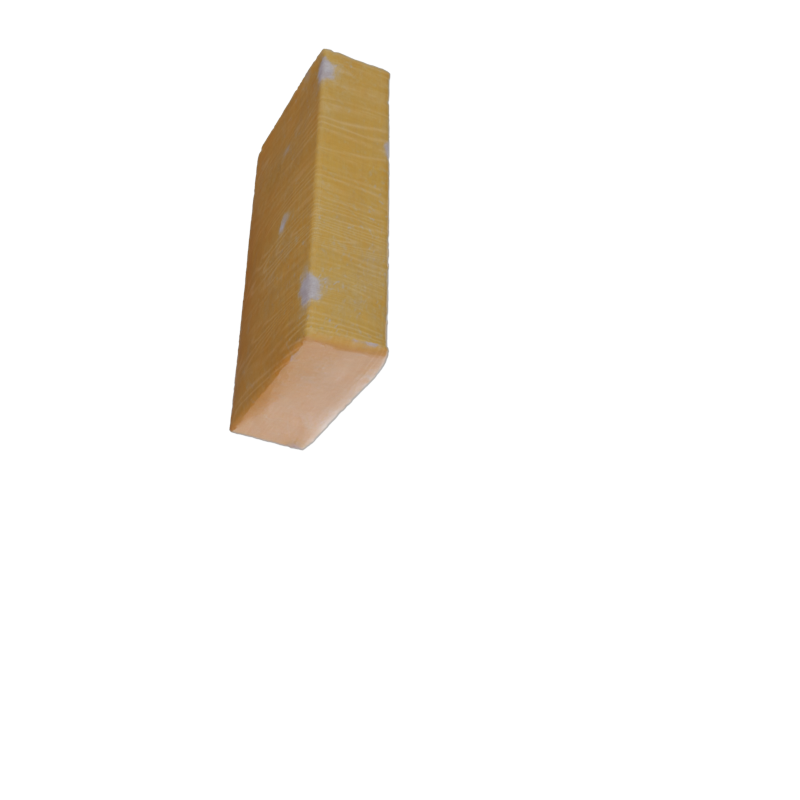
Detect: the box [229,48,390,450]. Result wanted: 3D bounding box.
[{"bbox_3d":[-0.043,-0.077,0.539,0.046,0.189,0.090,15,-39,-24],"label":"box"}]
